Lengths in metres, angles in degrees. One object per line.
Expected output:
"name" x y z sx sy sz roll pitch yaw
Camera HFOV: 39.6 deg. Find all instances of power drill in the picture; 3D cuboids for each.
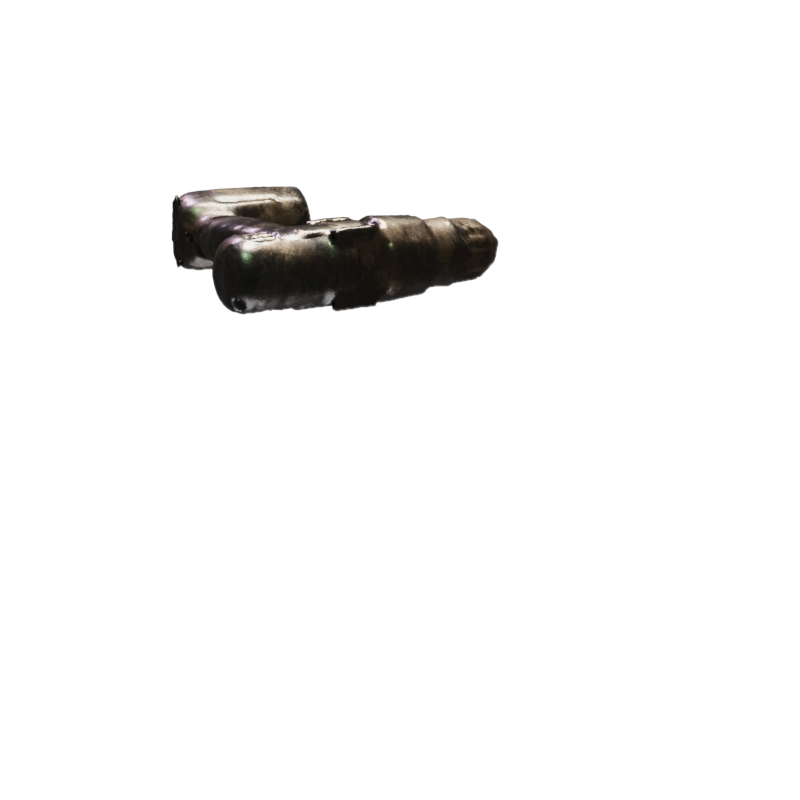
"power drill" -0.056 -0.103 0.720 0.180 0.056 0.198 -8 17 -27
